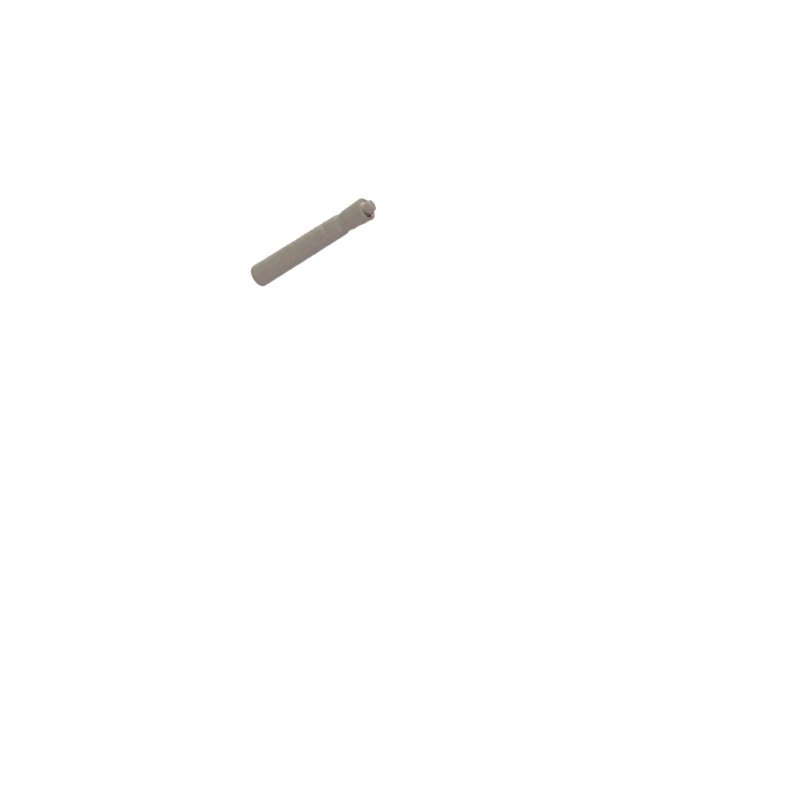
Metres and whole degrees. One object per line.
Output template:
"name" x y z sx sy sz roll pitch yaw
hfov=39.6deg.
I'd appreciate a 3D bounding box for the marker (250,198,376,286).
"marker" -0.067 -0.123 0.860 0.121 0.020 0.019 -27 -11 31
